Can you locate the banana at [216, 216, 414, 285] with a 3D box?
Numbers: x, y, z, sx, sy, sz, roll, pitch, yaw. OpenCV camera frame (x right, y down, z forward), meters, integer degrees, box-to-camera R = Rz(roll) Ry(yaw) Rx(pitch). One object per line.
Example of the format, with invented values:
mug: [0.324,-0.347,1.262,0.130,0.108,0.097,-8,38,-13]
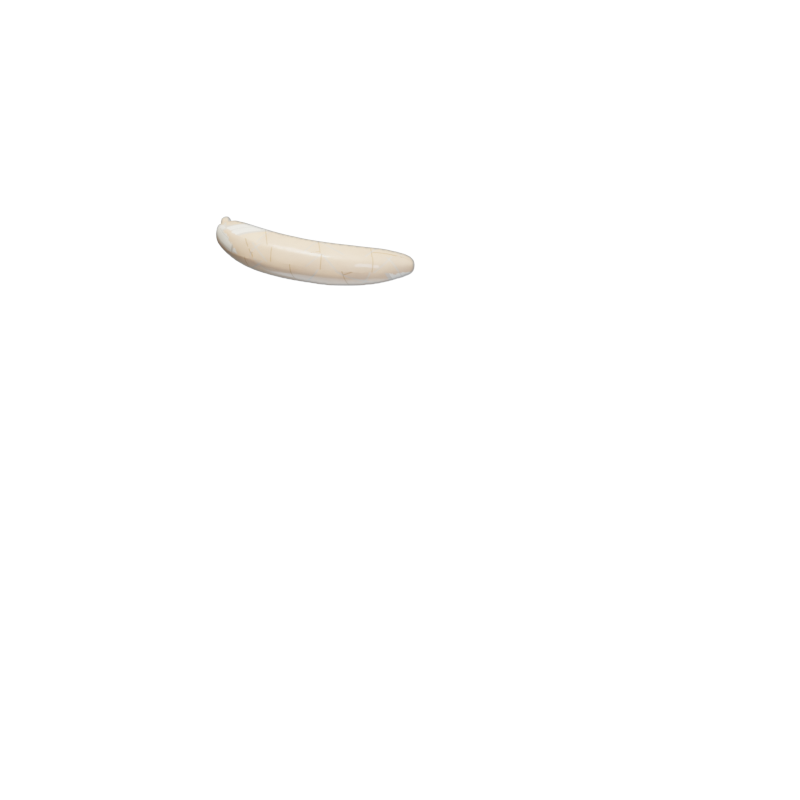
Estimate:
banana: [-0.089,-0.133,0.987,0.205,0.034,0.071,17,40,21]
